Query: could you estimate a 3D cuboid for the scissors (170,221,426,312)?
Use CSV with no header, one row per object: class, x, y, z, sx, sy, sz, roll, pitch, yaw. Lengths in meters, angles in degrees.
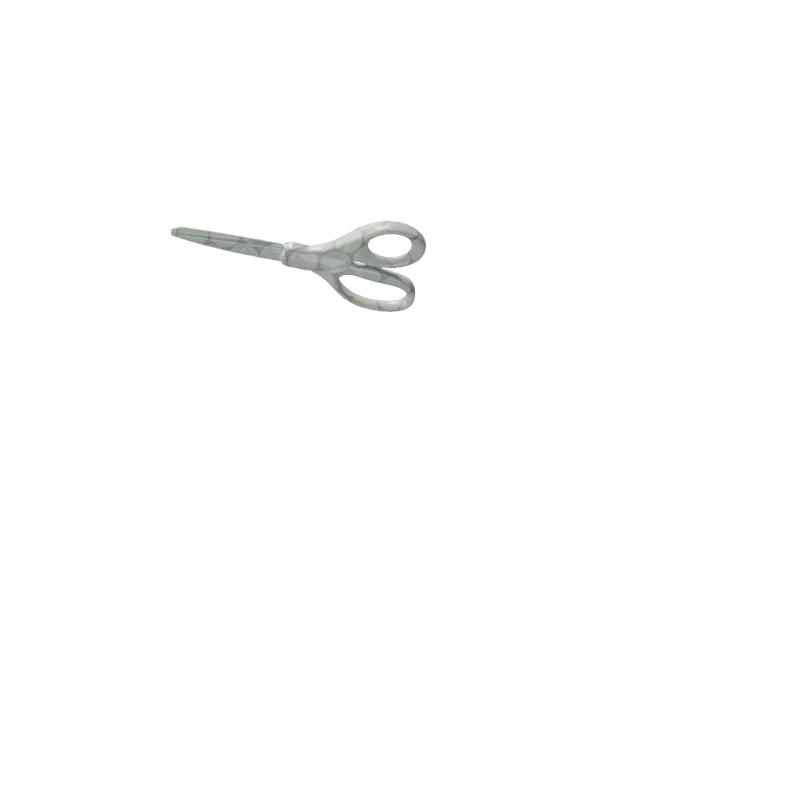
scissors,-0.068,-0.123,0.863,0.194,0.017,0.093,22,-50,-20
